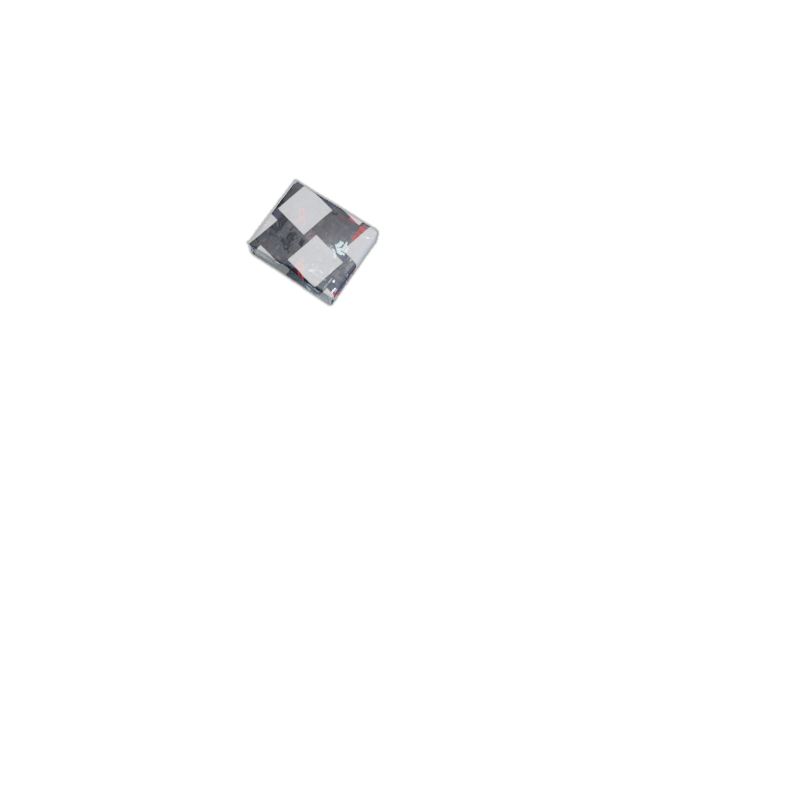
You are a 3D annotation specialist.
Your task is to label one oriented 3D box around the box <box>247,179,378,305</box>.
[{"bbox_3d":[-0.075,-0.137,0.960,0.091,0.074,0.029,33,-15,9],"label":"box"}]
